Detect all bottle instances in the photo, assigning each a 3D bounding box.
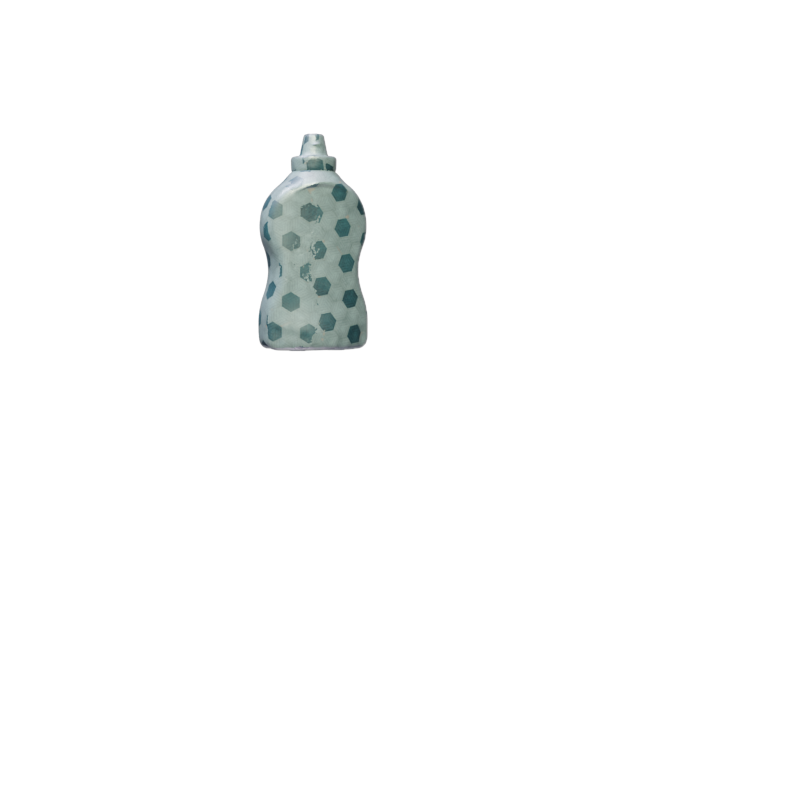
[{"bbox_3d":[-0.077,-0.141,0.990,0.094,0.192,0.060,0,-1,-19],"label":"bottle"}]
